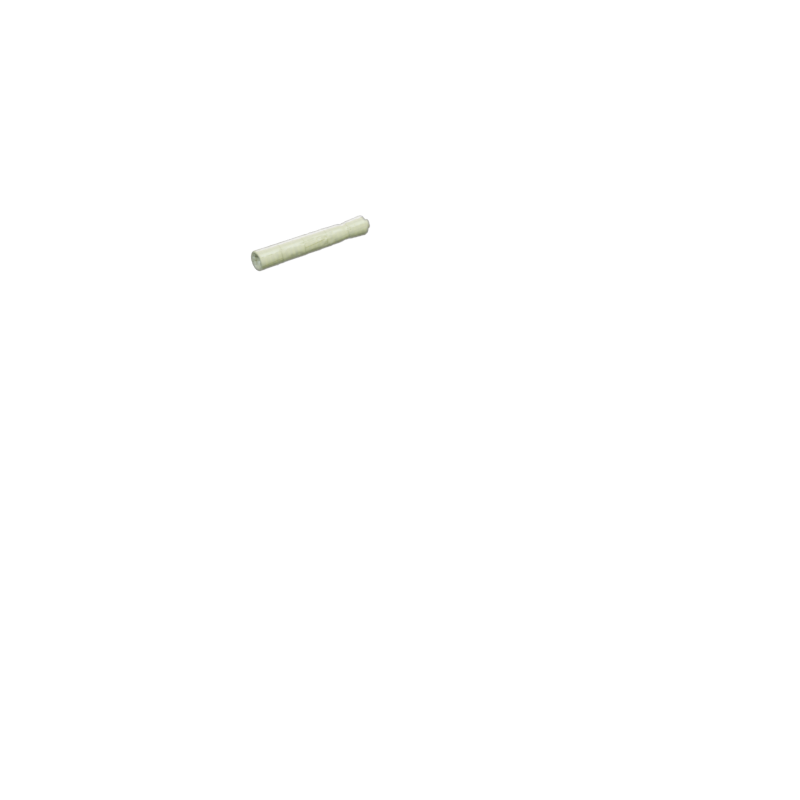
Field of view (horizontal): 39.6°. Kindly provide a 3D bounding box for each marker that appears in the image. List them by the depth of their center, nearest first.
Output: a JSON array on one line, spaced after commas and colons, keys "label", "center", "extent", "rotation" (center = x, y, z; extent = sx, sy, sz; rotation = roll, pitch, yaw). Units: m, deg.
[{"label": "marker", "center": [-0.078, -0.142, 0.996], "extent": [0.120, 0.019, 0.020], "rotation": [-24, 16, -29]}]
